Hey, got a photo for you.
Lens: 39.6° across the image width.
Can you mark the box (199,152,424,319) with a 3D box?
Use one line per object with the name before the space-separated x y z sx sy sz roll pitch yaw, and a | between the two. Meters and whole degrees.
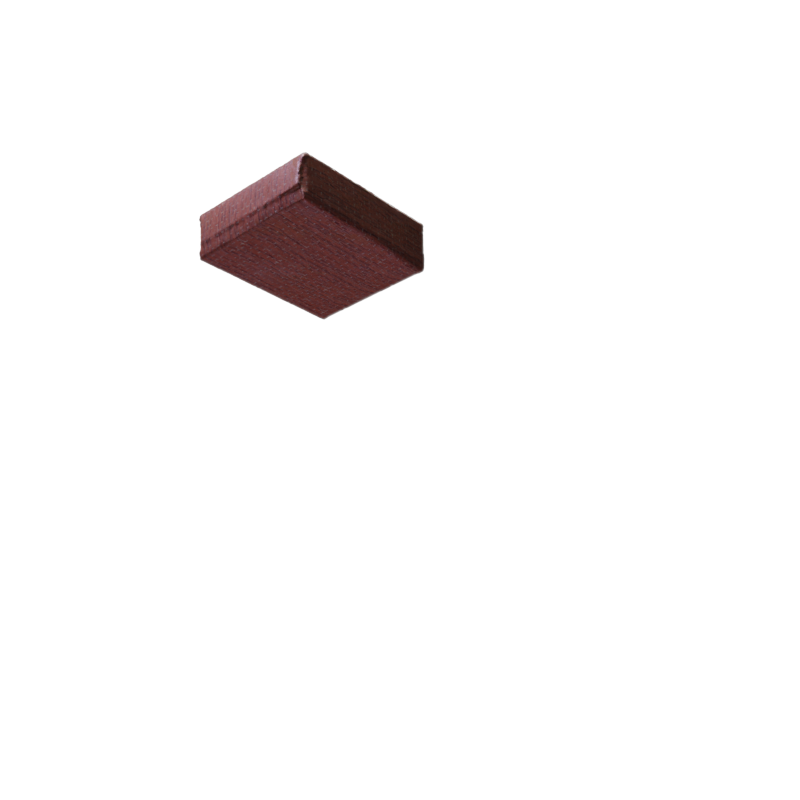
box | -0.053 -0.097 0.679 0.090 0.041 0.106 -23 -36 36
